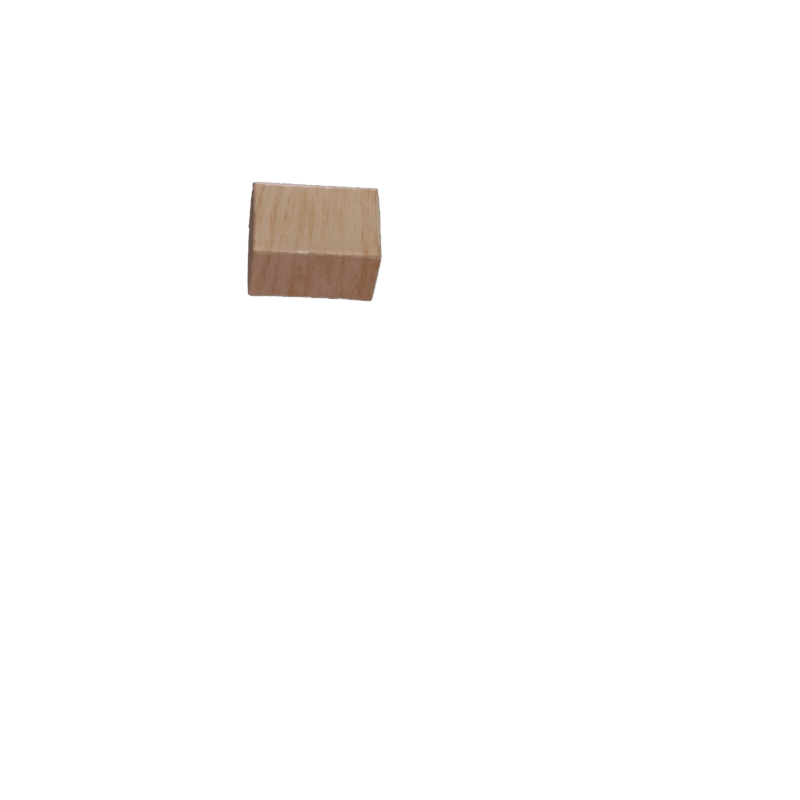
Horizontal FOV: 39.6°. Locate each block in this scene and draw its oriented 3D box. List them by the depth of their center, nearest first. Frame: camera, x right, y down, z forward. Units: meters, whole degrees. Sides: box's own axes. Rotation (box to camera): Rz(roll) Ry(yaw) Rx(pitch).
[{"bbox_3d":[-0.052,-0.096,0.670,0.077,0.055,0.050,3,-29,-7],"label":"block"}]
